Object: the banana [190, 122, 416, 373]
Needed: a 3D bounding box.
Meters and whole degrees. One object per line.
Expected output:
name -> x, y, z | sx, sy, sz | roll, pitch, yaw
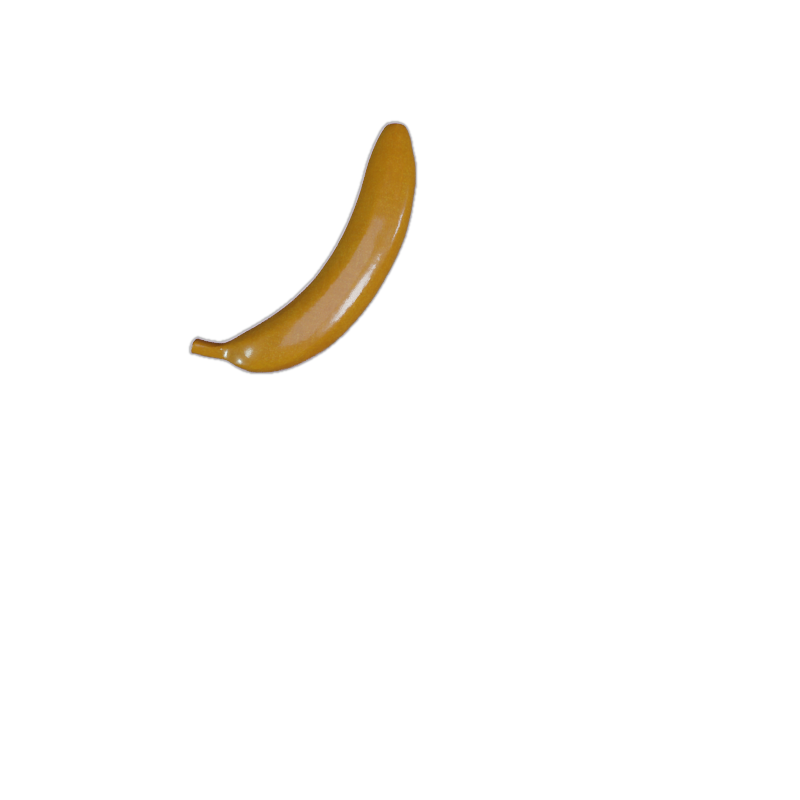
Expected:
banana -> -0.043, -0.084, 0.692 | 0.070, 0.199, 0.036 | 41, -6, 3
